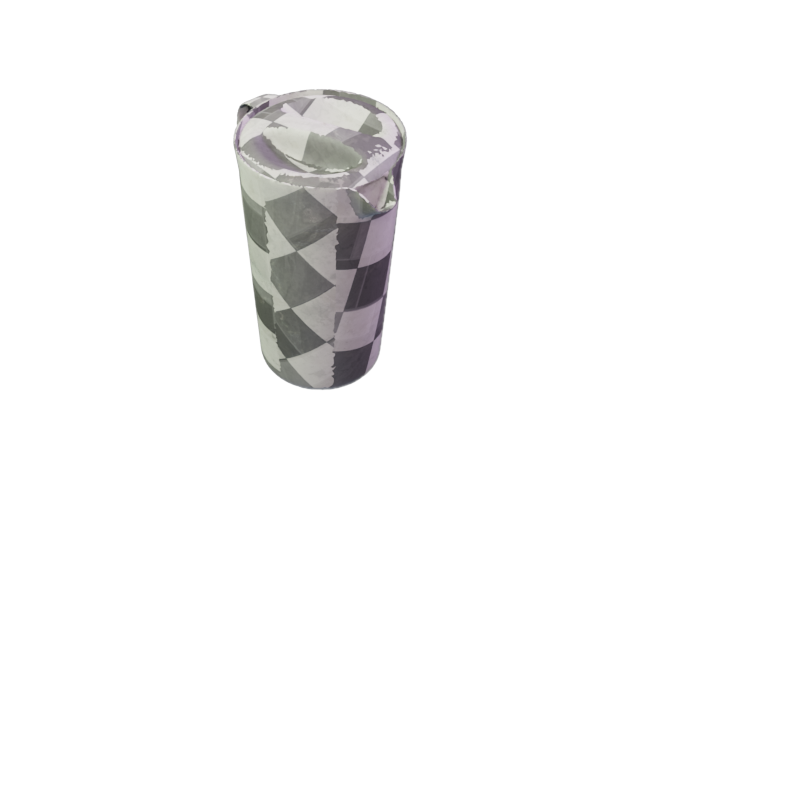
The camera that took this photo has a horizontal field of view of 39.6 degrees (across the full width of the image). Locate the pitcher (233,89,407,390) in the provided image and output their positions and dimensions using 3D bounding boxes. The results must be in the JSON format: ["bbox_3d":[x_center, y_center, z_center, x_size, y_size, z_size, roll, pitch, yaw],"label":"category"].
[{"bbox_3d":[-0.073,-0.132,0.927,0.146,0.226,0.159,5,44,2],"label":"pitcher"}]
